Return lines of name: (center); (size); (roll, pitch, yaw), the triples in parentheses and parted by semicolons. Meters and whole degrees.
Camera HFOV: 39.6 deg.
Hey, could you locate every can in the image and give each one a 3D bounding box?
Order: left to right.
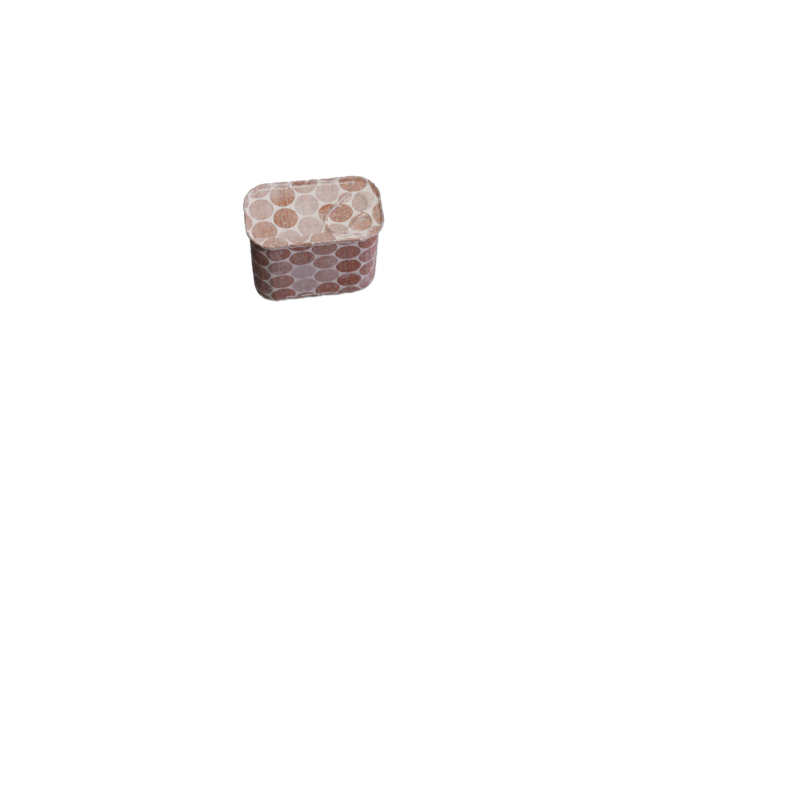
can: (-0.066, -0.121, 0.845); (0.101, 0.061, 0.079); (-6, -29, -5)
